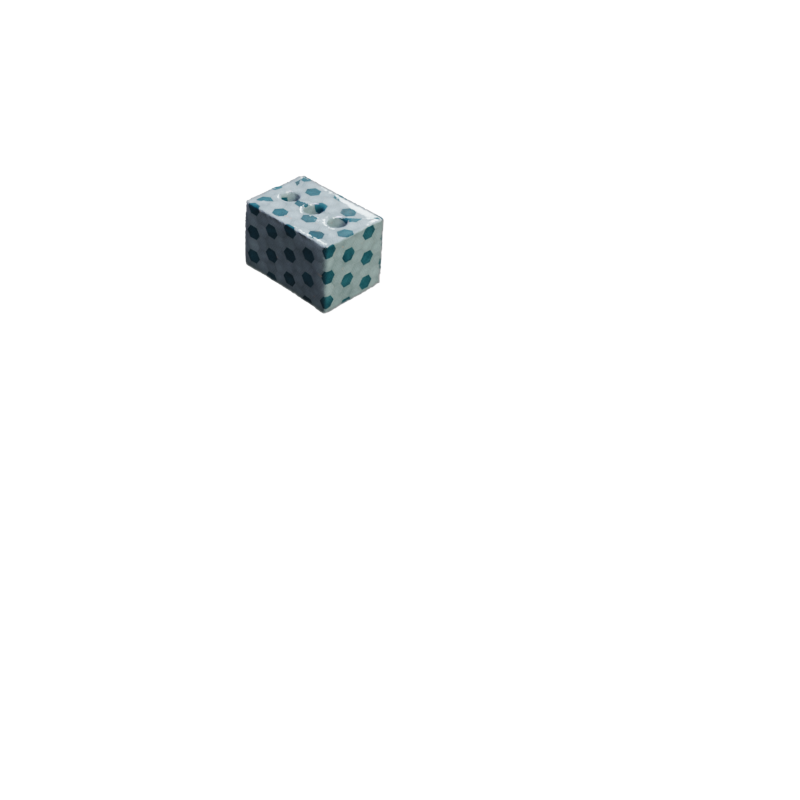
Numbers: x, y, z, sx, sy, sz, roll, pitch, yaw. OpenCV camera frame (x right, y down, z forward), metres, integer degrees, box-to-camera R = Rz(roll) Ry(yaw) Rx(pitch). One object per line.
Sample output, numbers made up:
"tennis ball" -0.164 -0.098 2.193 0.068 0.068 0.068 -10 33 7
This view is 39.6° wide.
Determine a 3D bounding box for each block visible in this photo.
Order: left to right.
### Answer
"block" -0.056 -0.102 0.714 0.053 0.048 0.083 -30 47 -35
